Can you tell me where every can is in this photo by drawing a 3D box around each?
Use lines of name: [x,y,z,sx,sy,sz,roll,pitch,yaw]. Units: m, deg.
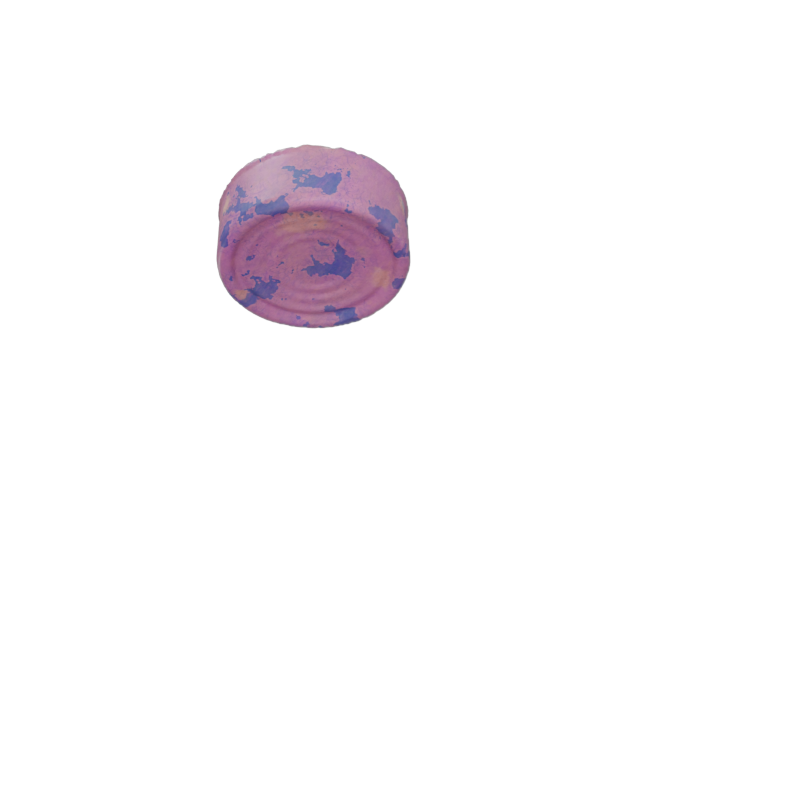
can: [-0.038,-0.070,0.490,0.086,0.036,0.080,1,-39,-2]
